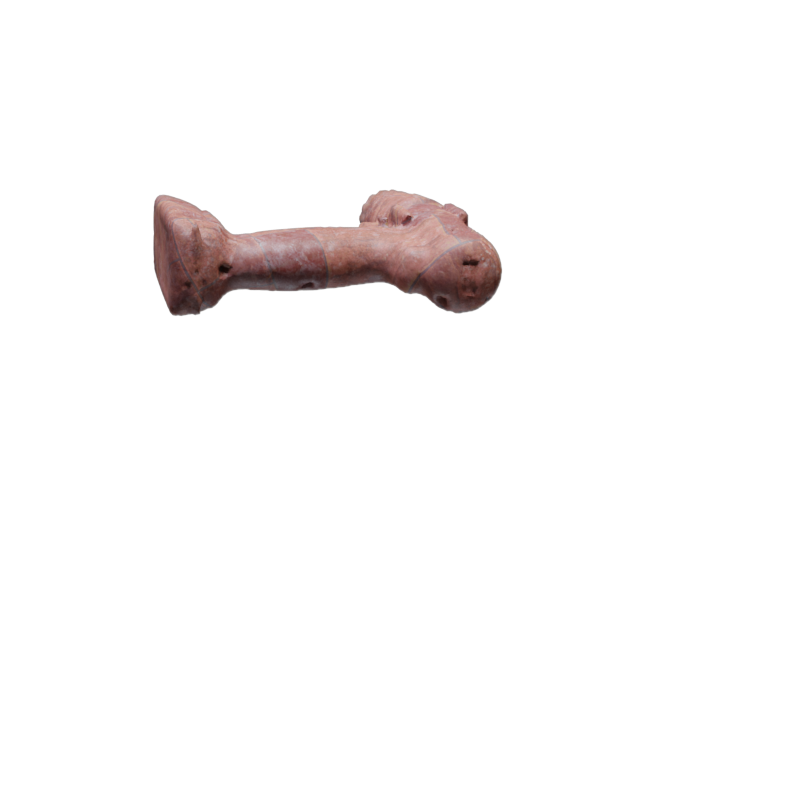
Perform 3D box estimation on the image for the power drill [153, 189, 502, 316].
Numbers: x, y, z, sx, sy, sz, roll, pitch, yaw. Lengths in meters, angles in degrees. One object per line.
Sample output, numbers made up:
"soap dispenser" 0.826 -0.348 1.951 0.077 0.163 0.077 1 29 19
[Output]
"power drill" -0.052 -0.095 0.668 0.185 0.055 0.194 -4 19 -14
